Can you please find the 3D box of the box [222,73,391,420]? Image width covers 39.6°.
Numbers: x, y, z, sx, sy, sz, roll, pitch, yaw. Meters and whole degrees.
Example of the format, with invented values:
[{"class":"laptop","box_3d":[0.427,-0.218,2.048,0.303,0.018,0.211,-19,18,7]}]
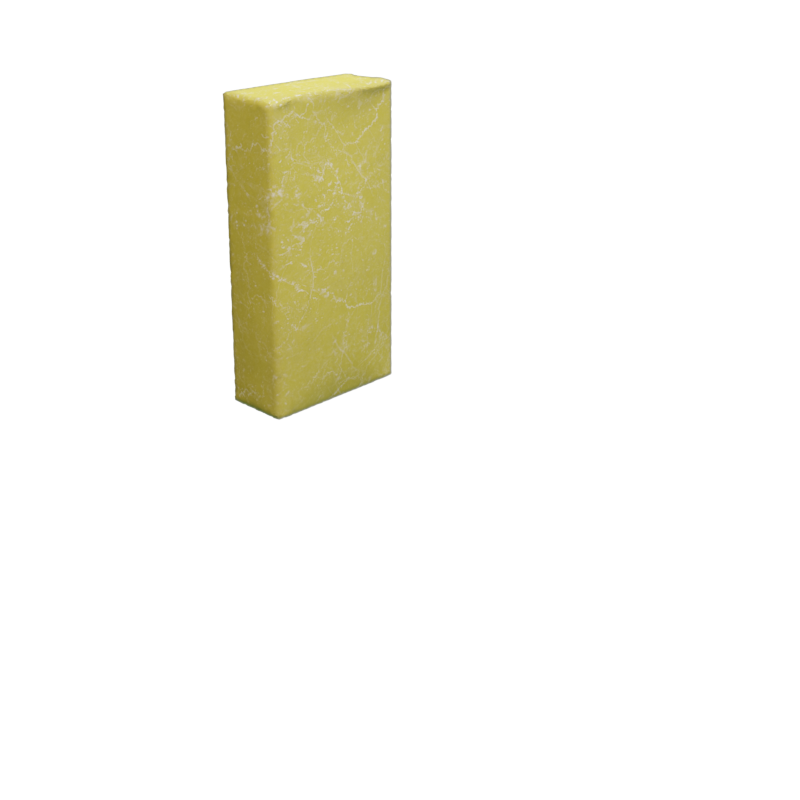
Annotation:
[{"class":"box","box_3d":[-0.048,-0.088,0.617,0.051,0.169,0.092,19,27,40]}]
